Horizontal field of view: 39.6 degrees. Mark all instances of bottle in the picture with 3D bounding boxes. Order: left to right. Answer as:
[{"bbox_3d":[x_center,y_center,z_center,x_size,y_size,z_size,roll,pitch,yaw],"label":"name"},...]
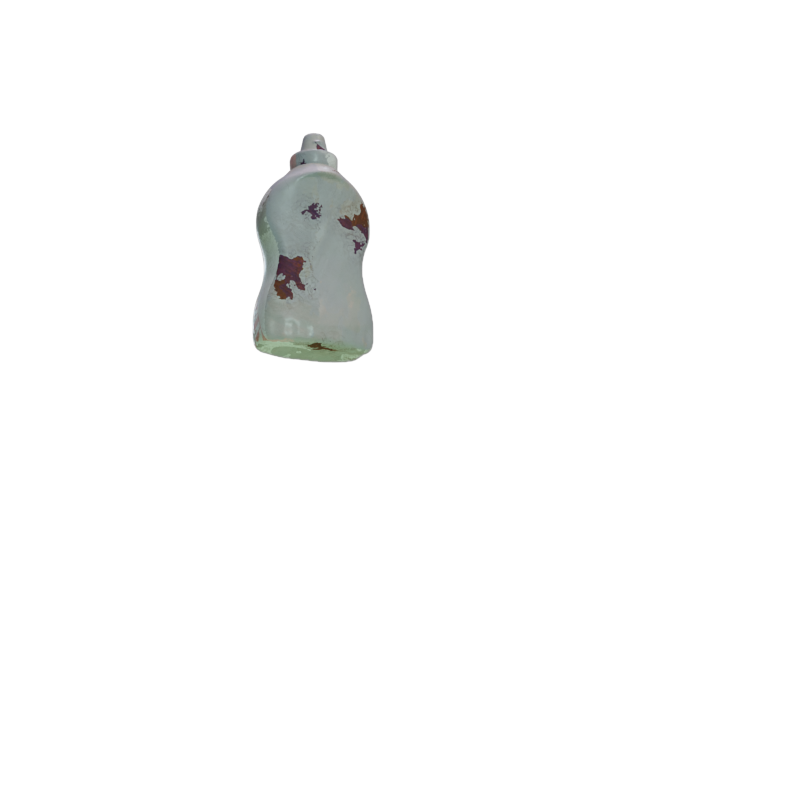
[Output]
[{"bbox_3d":[-0.072,-0.131,0.918,0.093,0.201,0.057,6,-21,-21],"label":"bottle"}]
